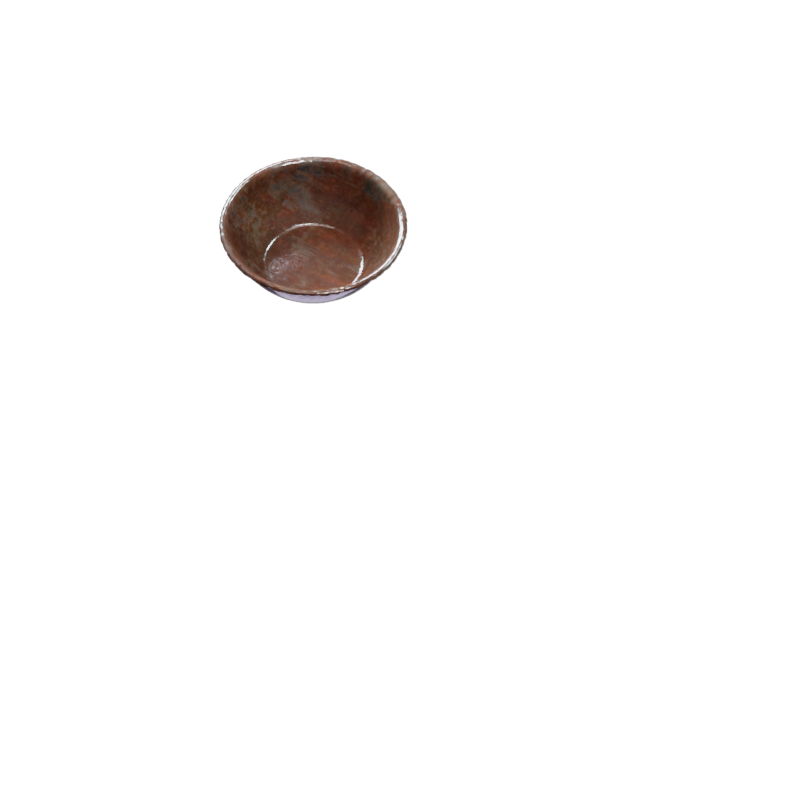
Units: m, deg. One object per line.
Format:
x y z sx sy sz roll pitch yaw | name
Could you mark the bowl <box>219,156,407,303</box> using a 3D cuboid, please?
-0.076 -0.138 0.969 0.162 0.174 0.051 -1 -38 -1 | bowl
